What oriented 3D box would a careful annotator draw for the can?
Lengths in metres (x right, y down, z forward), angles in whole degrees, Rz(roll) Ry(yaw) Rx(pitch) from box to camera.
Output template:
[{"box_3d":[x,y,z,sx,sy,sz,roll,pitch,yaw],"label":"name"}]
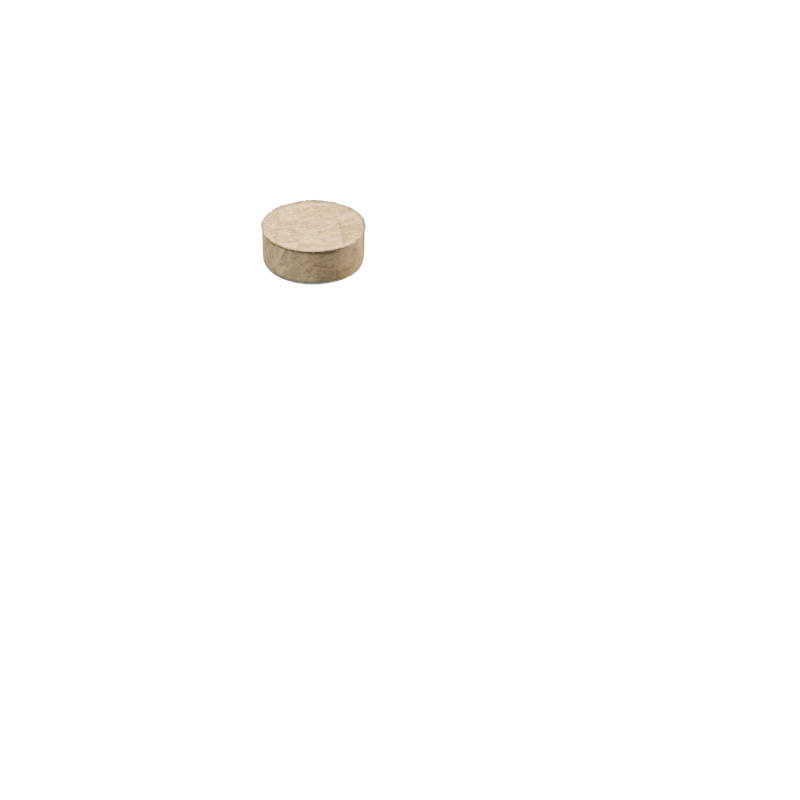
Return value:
[{"box_3d":[-0.072,-0.131,0.918,0.086,0.031,0.092,-1,35,-2],"label":"can"}]
